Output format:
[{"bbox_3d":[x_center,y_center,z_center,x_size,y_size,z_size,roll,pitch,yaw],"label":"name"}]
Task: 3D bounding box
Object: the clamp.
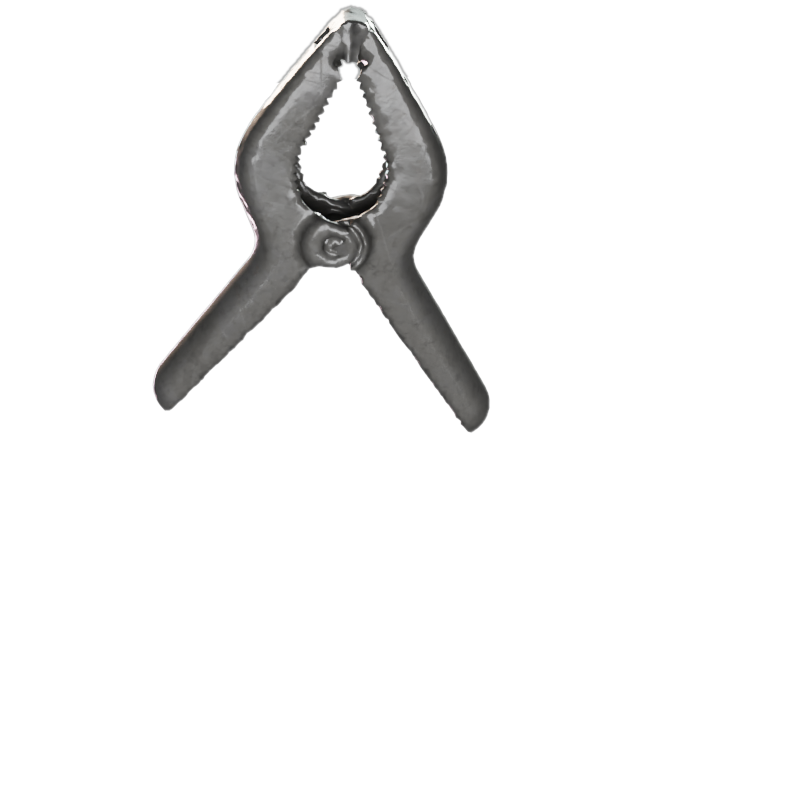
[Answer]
[{"bbox_3d":[-0.040,-0.073,0.510,0.165,0.198,0.038,-2,27,1],"label":"clamp"}]
